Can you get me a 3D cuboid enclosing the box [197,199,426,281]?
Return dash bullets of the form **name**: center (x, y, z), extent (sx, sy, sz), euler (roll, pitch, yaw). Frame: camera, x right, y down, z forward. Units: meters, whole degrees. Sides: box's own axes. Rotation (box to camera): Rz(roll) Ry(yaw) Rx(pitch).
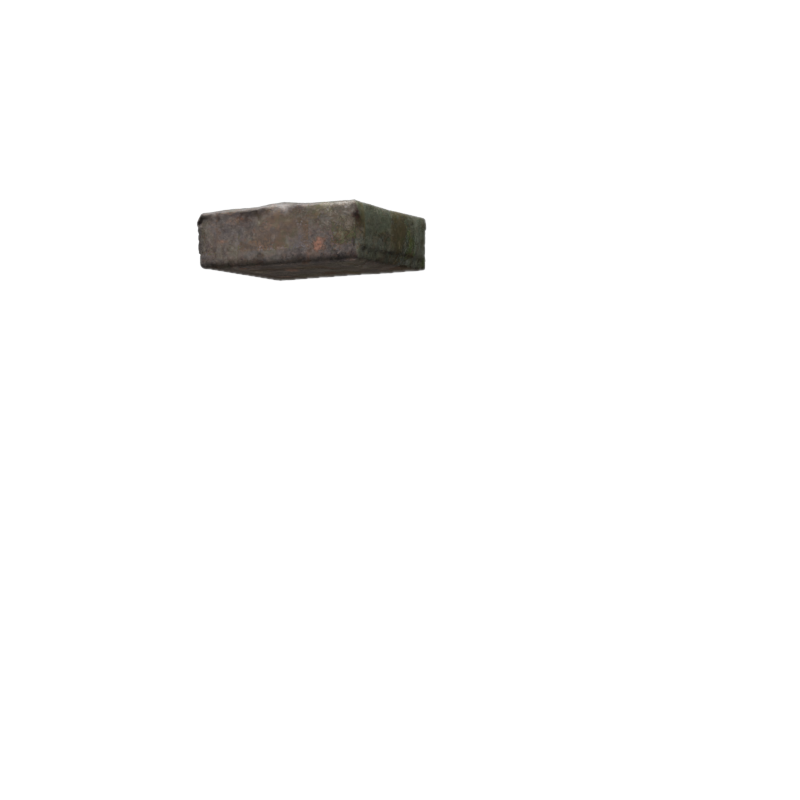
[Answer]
- **box**: center (-0.042, -0.077, 0.540), extent (0.092, 0.030, 0.070), euler (0, 0, 29)
